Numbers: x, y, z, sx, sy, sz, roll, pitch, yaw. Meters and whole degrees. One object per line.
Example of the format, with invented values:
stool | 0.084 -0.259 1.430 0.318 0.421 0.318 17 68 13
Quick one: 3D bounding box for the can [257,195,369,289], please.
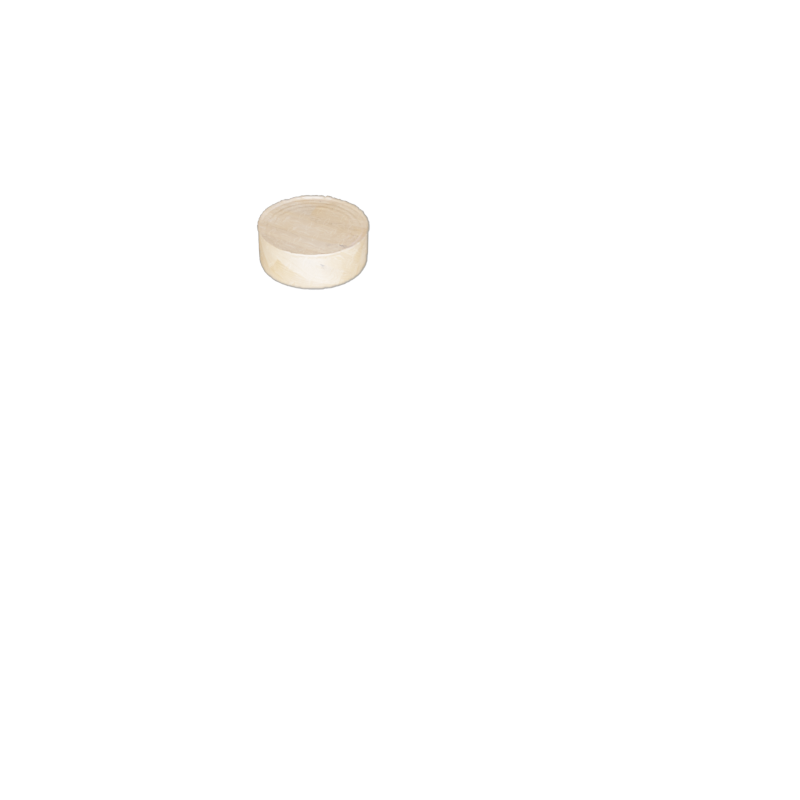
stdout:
can | -0.067 -0.121 0.851 0.086 0.031 0.092 -1 38 -2
